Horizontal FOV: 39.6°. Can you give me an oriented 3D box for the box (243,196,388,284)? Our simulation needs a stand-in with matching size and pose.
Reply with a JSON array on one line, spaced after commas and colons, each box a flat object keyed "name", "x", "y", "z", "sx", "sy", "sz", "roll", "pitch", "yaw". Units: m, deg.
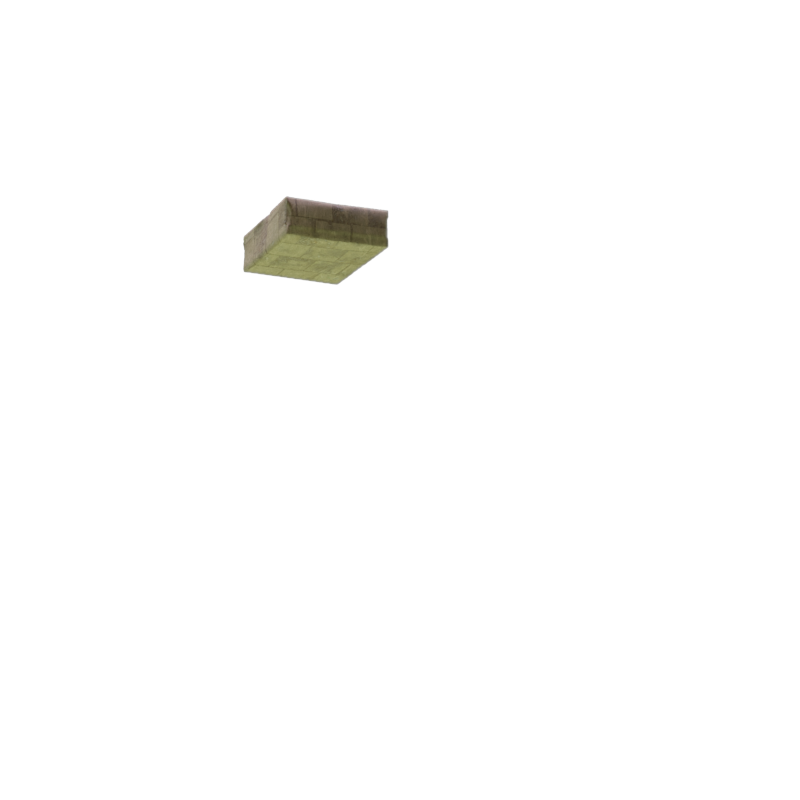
[{"name": "box", "x": -0.059, "y": -0.107, "z": 0.753, "sx": 0.071, "sy": 0.031, "sz": 0.089, "roll": 5, "pitch": -13, "yaw": -24}]
